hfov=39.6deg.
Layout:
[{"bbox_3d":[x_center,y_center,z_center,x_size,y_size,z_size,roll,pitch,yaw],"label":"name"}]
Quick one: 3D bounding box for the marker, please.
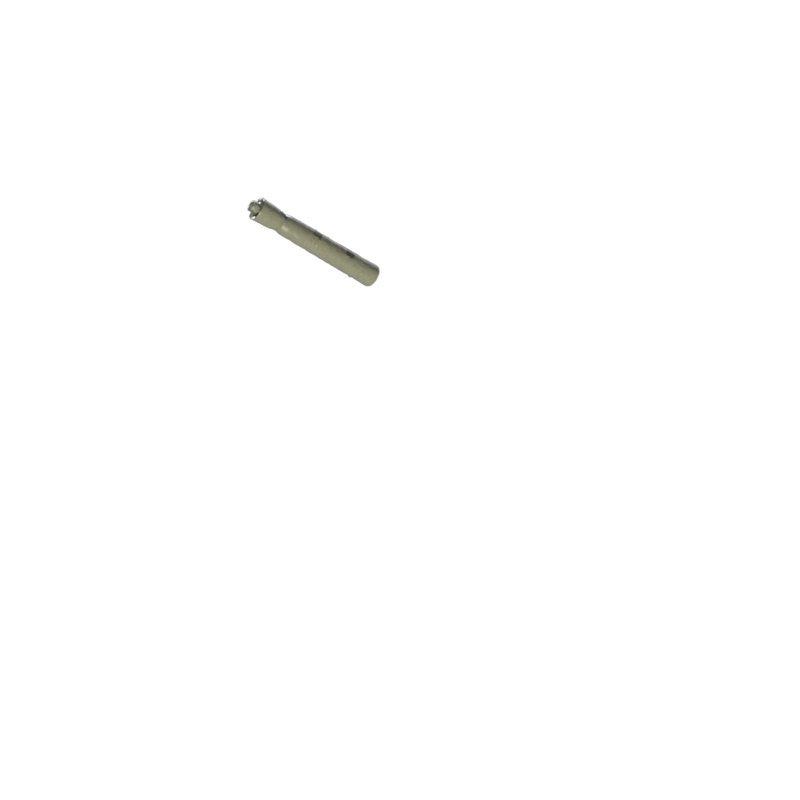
[{"bbox_3d":[-0.067,-0.122,0.857,0.114,0.020,0.020,28,-11,-27],"label":"marker"}]
